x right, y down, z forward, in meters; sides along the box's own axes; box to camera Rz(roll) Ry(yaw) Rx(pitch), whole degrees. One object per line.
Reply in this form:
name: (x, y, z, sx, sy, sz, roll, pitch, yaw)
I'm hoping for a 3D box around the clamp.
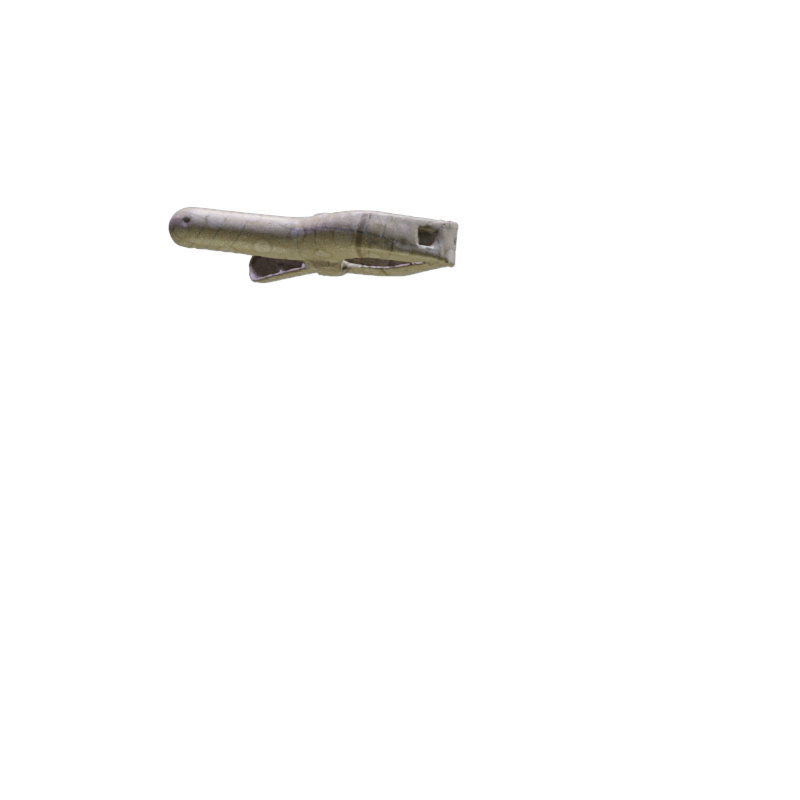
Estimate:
clamp: (-0.053, -0.097, 0.681, 0.177, 0.040, 0.115, -1, -3, 31)
